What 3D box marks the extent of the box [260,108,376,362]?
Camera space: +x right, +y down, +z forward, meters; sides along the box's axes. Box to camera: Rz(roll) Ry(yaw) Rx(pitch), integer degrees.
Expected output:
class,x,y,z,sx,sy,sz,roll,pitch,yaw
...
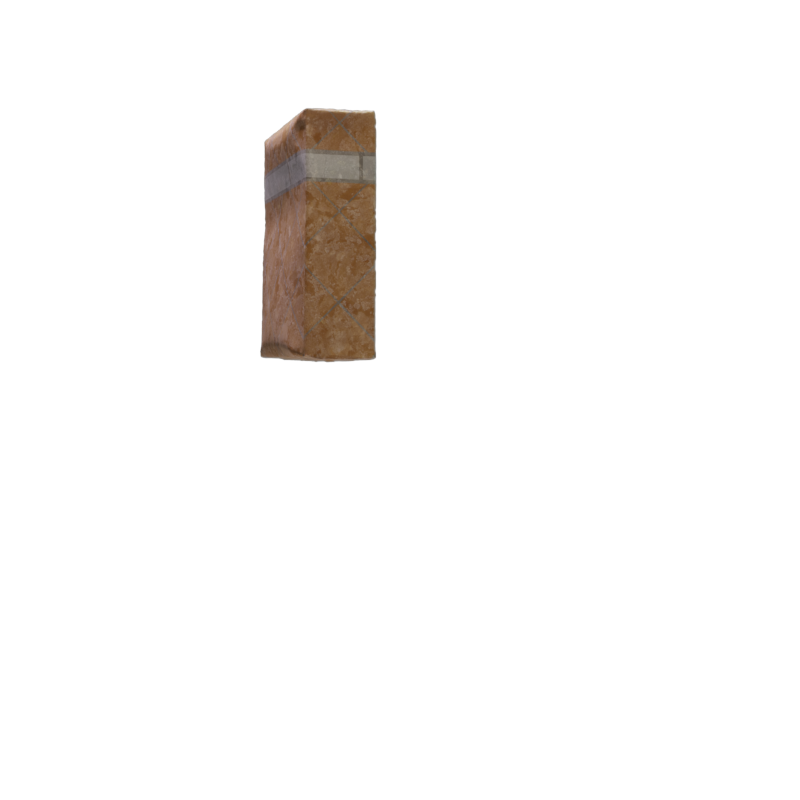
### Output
class,x,y,z,sx,sy,sz,roll,pitch,yaw
box,-0.078,-0.143,0.999,0.070,0.216,0.167,1,-2,-19
